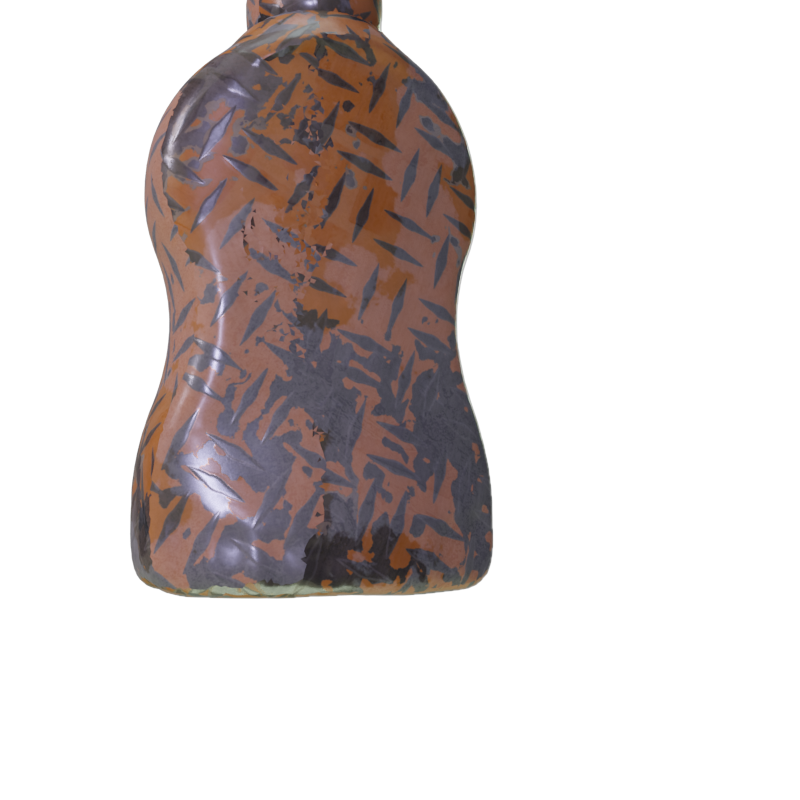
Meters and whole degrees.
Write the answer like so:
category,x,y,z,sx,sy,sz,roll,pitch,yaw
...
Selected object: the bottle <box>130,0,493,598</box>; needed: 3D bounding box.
category,x,y,z,sx,sy,sz,roll,pitch,yaw
bottle,-0.025,-0.045,0.317,0.094,0.198,0.058,3,-13,-17
